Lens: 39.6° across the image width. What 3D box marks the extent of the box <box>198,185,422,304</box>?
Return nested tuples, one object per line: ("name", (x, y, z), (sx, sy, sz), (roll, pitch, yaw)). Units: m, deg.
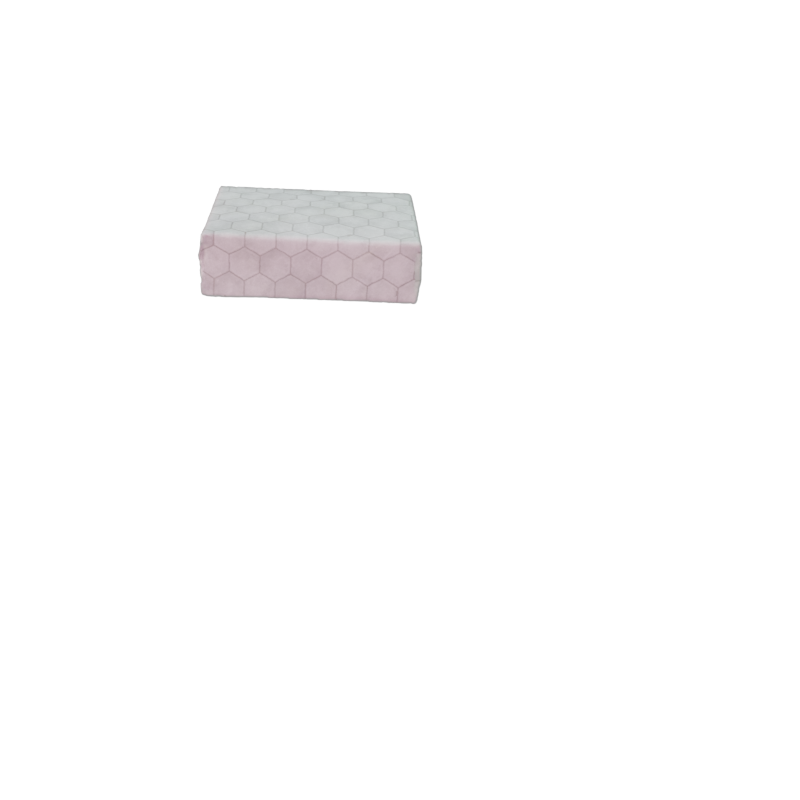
("box", (-0.047, -0.085, 0.594), (0.113, 0.037, 0.094), (0, 24, 0))
